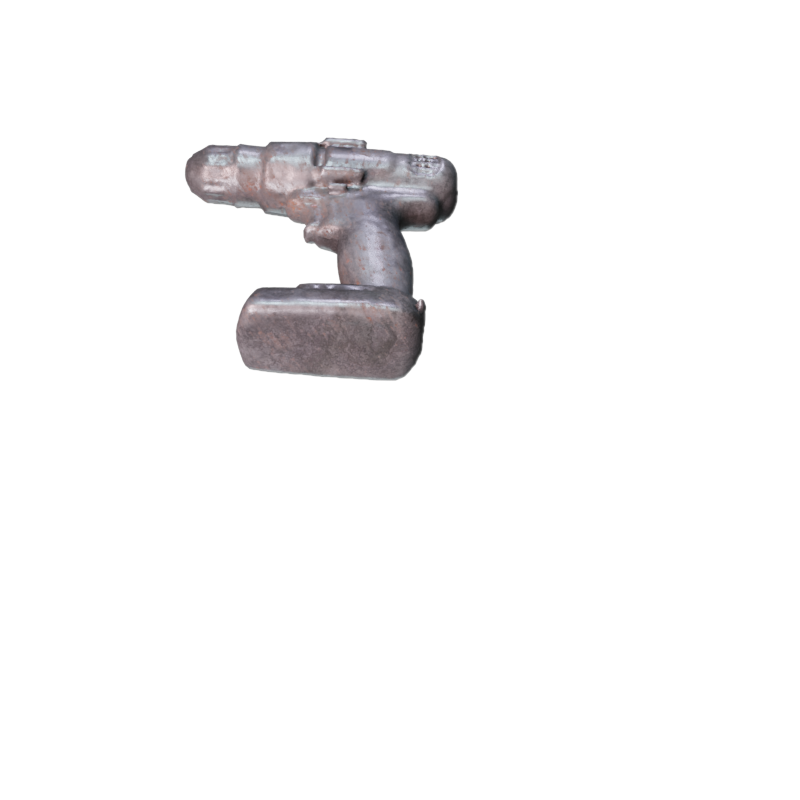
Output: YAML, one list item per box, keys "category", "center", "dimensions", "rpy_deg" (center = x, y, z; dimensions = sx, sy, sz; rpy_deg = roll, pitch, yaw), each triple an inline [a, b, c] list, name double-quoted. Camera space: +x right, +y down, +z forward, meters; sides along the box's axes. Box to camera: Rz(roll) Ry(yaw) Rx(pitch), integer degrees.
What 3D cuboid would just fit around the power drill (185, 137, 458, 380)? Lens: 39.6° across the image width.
- category: "power drill"
  center: [-0.054, -0.099, 0.695]
  dimensions: [0.185, 0.053, 0.201]
  rpy_deg: [2, 44, 2]
